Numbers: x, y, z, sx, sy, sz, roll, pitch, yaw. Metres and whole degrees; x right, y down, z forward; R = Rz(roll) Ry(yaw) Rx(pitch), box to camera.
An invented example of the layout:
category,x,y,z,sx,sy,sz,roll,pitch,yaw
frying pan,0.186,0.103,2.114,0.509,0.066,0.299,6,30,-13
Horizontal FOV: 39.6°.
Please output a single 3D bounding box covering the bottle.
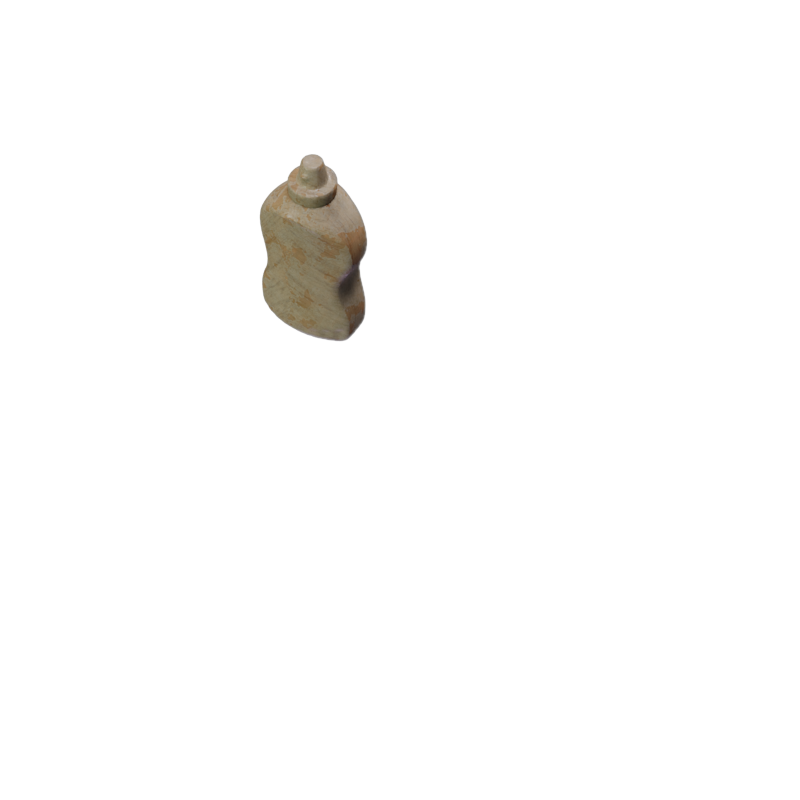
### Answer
category,x,y,z,sx,sy,sz,roll,pitch,yaw
bottle,-0.075,-0.136,0.953,0.100,0.060,0.179,30,-34,19
